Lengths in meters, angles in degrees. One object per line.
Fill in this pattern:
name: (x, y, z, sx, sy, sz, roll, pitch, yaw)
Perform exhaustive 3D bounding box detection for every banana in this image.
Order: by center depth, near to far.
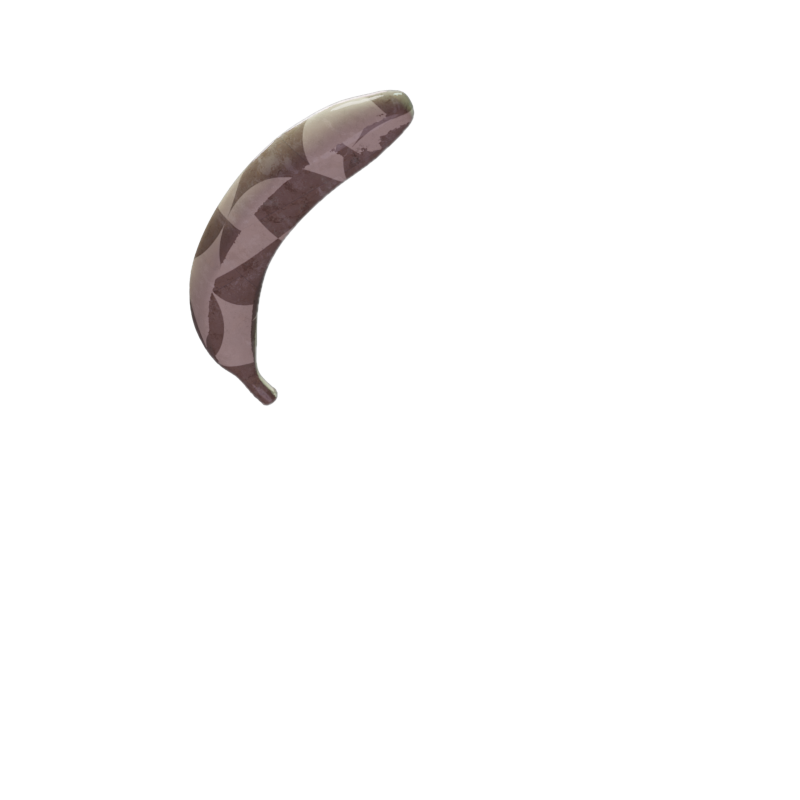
banana: (-0.062, -0.082, 0.555, 0.068, 0.190, 0.039, 18, 37, -16)
